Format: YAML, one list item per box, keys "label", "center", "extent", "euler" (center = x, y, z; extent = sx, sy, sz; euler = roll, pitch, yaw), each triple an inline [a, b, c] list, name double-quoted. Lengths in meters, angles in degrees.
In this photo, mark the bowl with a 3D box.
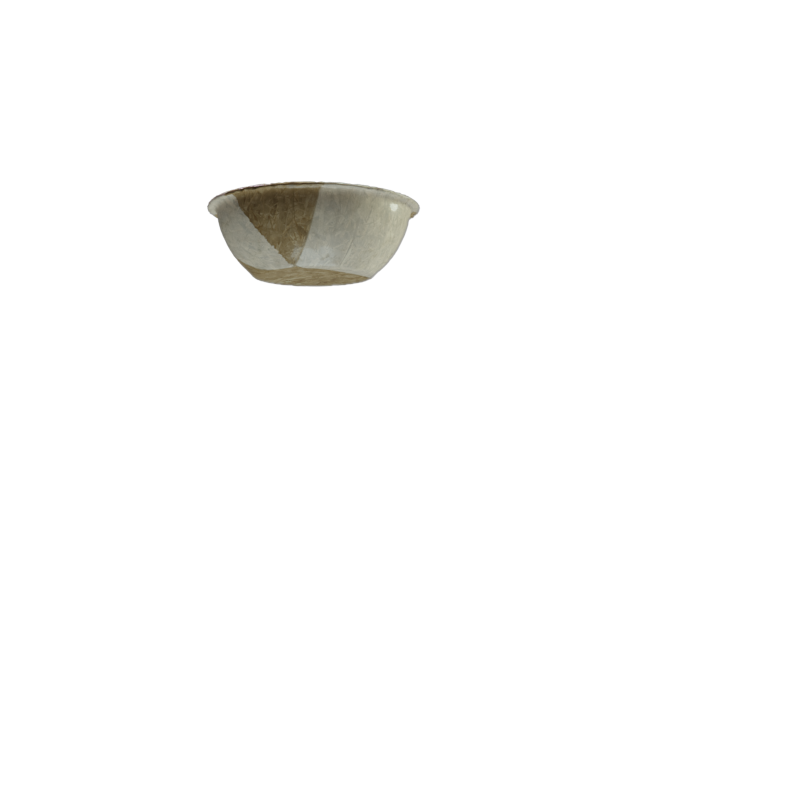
- label: "bowl"
  center: [-0.066, -0.120, 0.838]
  extent: [0.162, 0.056, 0.159]
  euler: [0, -4, -2]
